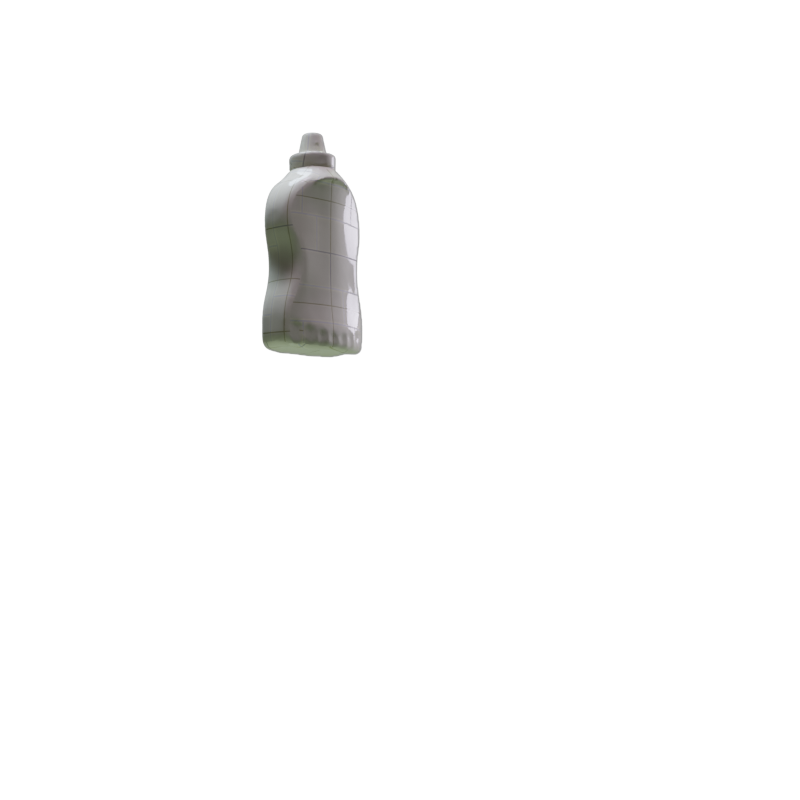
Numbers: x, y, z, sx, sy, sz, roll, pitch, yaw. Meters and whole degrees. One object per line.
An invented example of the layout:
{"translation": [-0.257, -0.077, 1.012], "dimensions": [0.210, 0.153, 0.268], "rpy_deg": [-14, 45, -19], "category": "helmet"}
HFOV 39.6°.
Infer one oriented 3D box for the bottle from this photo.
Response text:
{"translation": [-0.075, -0.136, 0.953], "dimensions": [0.060, 0.197, 0.091], "rpy_deg": [-11, -14, 42], "category": "bottle"}
